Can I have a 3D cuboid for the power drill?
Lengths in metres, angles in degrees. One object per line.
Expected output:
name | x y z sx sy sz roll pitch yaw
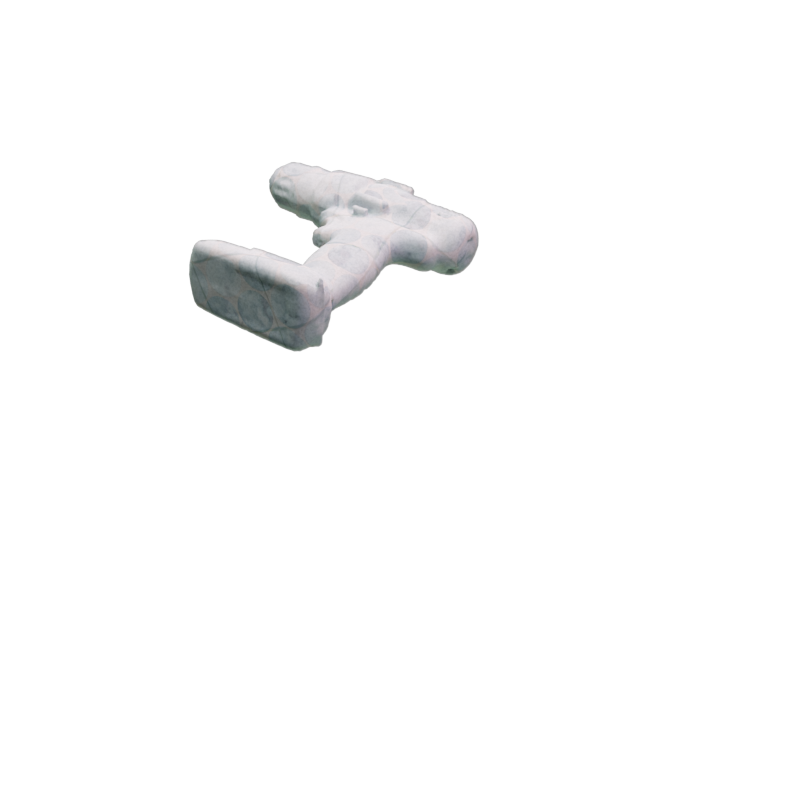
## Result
power drill | -0.063 -0.114 0.802 0.195 0.054 0.189 22 39 29
